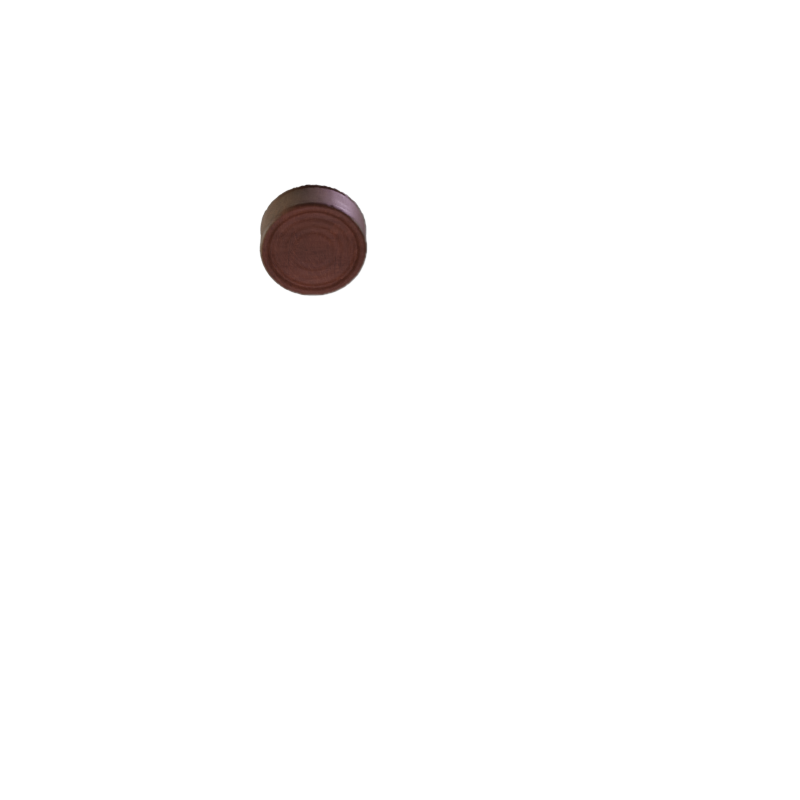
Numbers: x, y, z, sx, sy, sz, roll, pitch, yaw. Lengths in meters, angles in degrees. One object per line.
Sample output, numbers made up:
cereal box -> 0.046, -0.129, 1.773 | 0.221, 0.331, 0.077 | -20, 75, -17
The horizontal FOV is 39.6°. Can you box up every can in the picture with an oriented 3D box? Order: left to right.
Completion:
can -> -0.069, -0.125, 0.878 | 0.086, 0.081, 0.036 | 1, 33, -1
